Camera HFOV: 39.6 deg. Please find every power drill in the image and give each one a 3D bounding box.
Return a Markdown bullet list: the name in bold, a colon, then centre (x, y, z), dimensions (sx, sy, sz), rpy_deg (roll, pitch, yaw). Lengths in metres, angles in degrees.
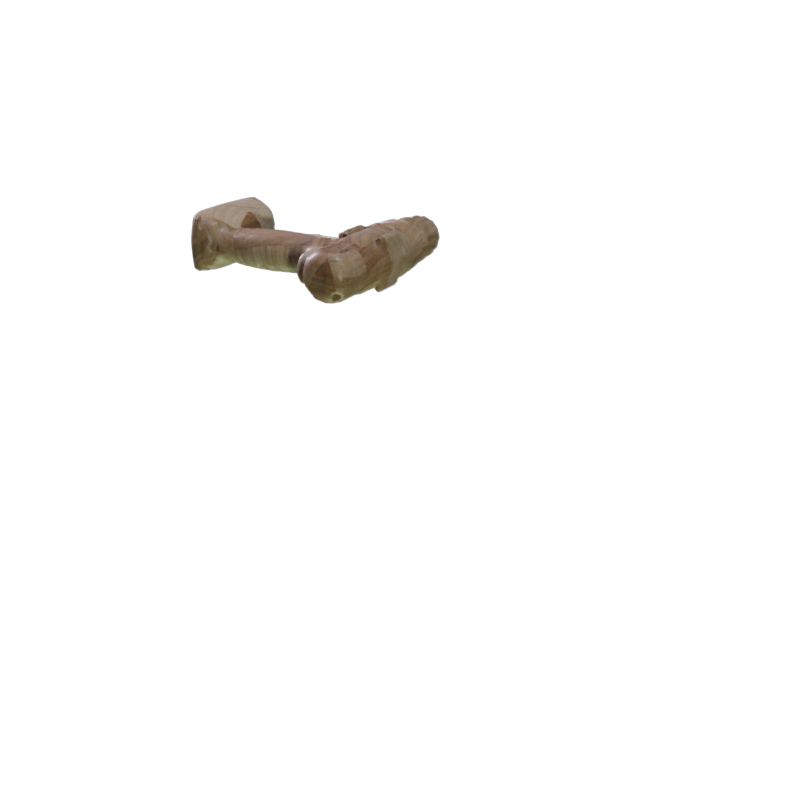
- **power drill**: centre (-0.078, -0.142, 0.995), dimensions (0.196, 0.055, 0.183), rpy_deg (12, 23, 29)
